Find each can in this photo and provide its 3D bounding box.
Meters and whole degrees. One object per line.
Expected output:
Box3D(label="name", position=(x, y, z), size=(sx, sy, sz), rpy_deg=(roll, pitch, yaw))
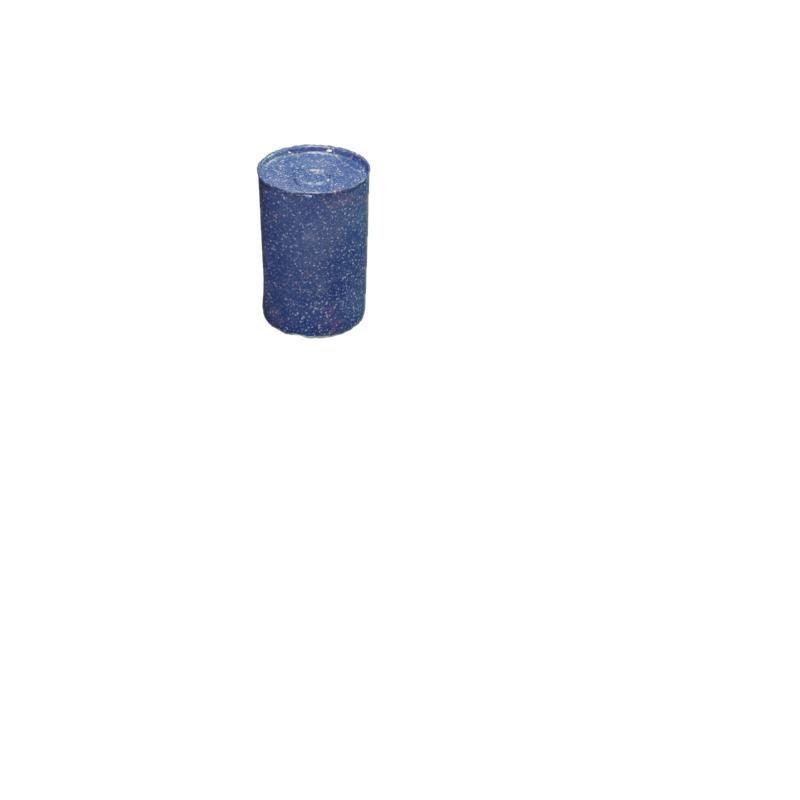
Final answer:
Box3D(label="can", position=(-0.054, -0.098, 0.685), size=(0.068, 0.096, 0.073), rpy_deg=(0, 32, -3))
